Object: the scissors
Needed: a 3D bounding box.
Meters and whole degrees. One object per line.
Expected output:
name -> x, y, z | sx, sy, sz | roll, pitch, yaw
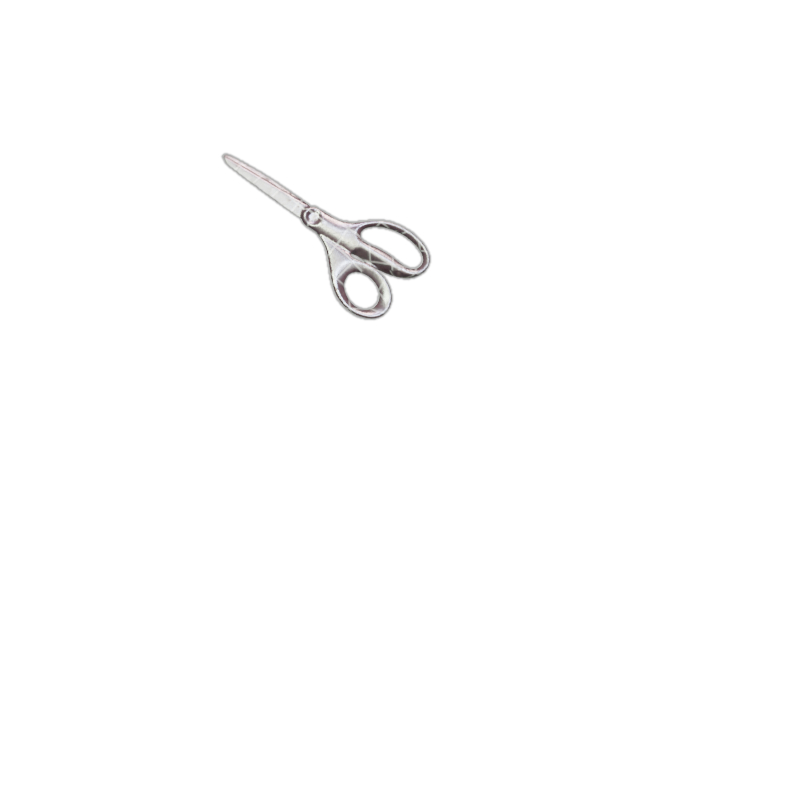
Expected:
scissors -> -0.075, -0.137, 0.960 | 0.203, 0.098, 0.015 | 20, -11, 4
